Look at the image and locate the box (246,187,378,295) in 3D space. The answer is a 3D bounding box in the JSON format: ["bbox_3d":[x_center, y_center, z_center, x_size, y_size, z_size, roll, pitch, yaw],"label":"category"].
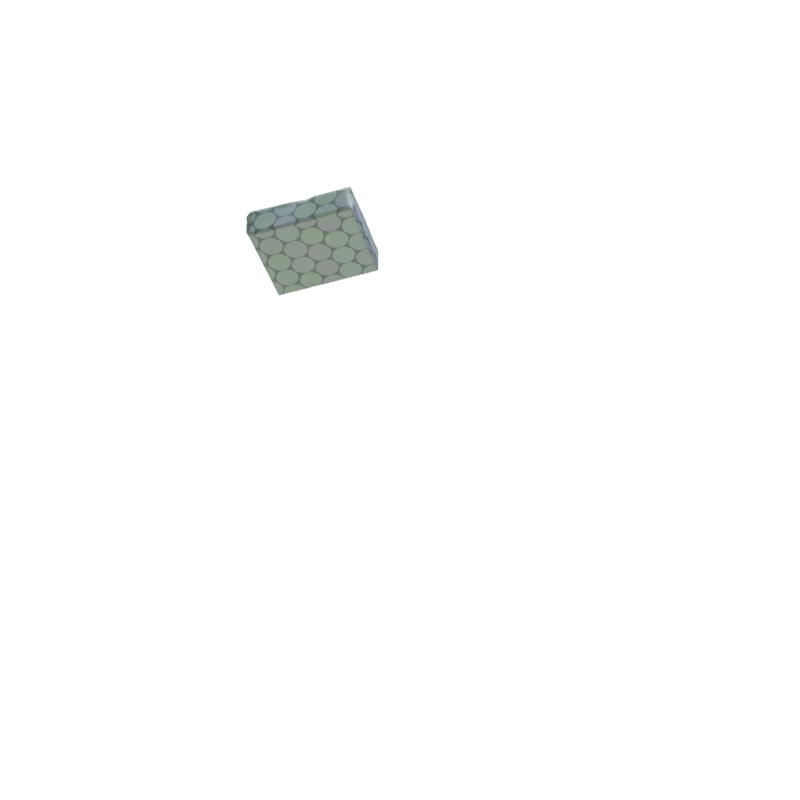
[{"bbox_3d":[-0.070,-0.127,0.889,0.090,0.032,0.067,-12,-43,13],"label":"box"}]
